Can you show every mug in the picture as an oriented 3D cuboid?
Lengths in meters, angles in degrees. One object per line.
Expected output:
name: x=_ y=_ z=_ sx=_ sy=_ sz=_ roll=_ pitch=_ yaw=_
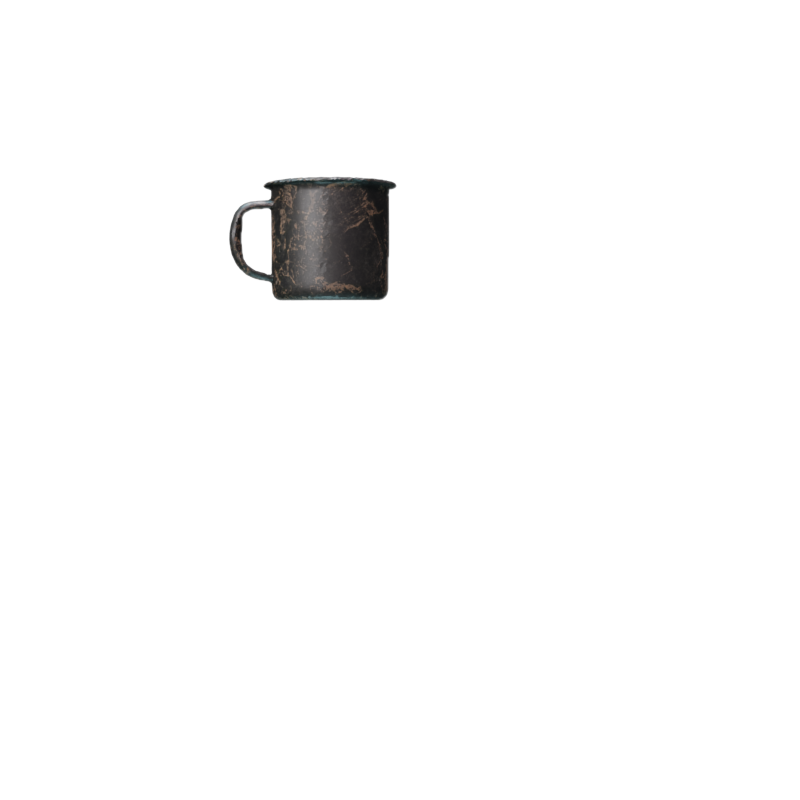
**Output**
mug: x=-0.060 y=-0.110 z=0.771 sx=0.115 sy=0.082 sz=0.095 roll=-1 pitch=2 yaw=-14
